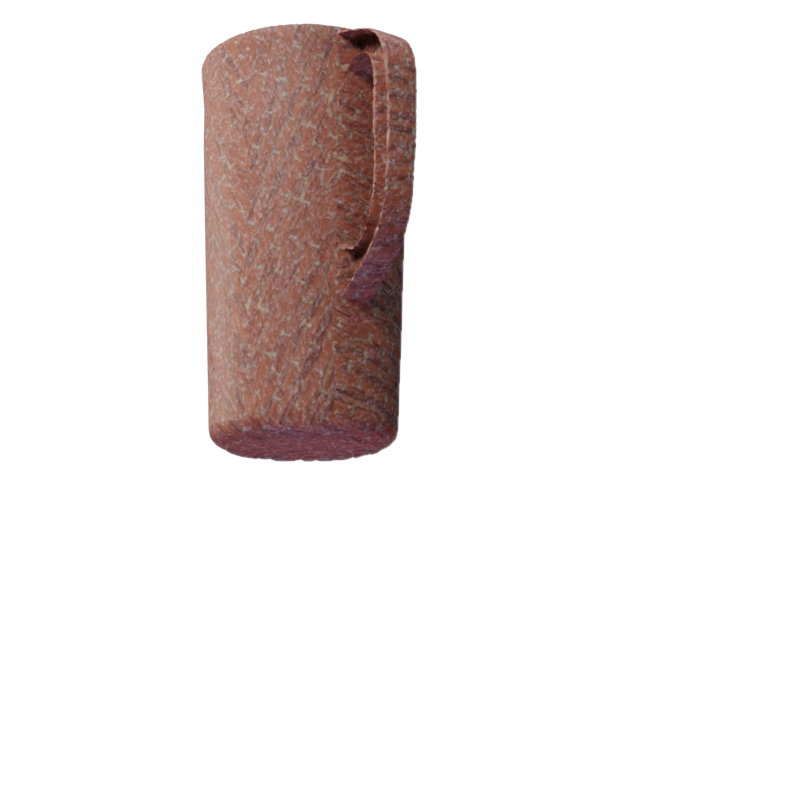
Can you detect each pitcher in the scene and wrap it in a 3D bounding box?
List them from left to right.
[{"bbox_3d":[-0.051,-0.094,0.656,0.147,0.253,0.141,-4,-17,10],"label":"pitcher"}]
